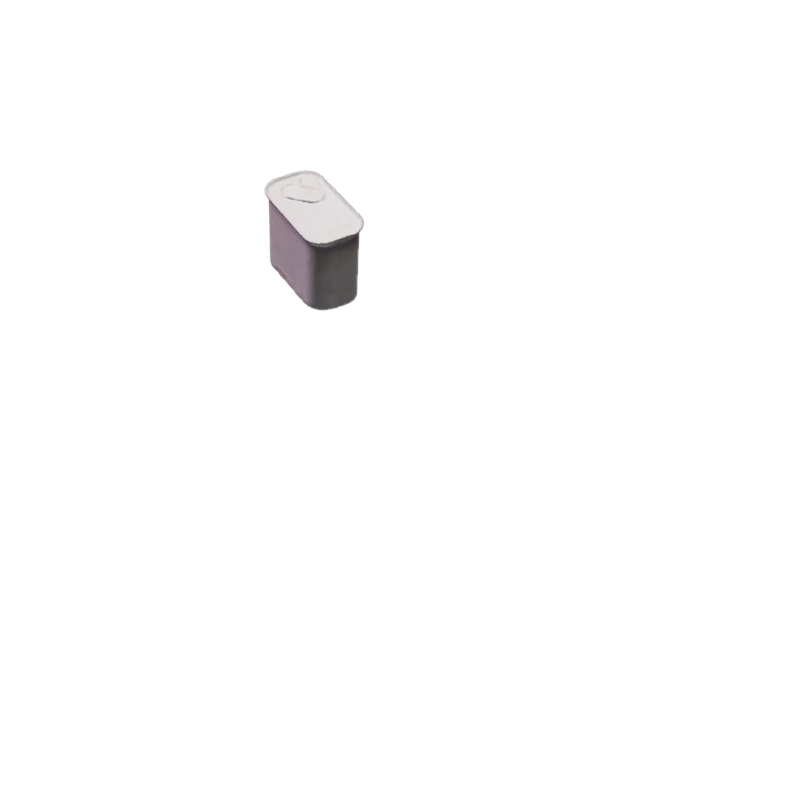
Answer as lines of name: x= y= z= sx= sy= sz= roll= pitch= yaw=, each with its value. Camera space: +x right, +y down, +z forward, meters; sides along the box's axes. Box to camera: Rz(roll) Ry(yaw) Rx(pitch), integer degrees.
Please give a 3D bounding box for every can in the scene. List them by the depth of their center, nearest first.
can: x=-0.077 y=-0.141 z=0.986 sx=0.057 sy=0.078 sz=0.110 roll=-21 pitch=48 yaw=-23
